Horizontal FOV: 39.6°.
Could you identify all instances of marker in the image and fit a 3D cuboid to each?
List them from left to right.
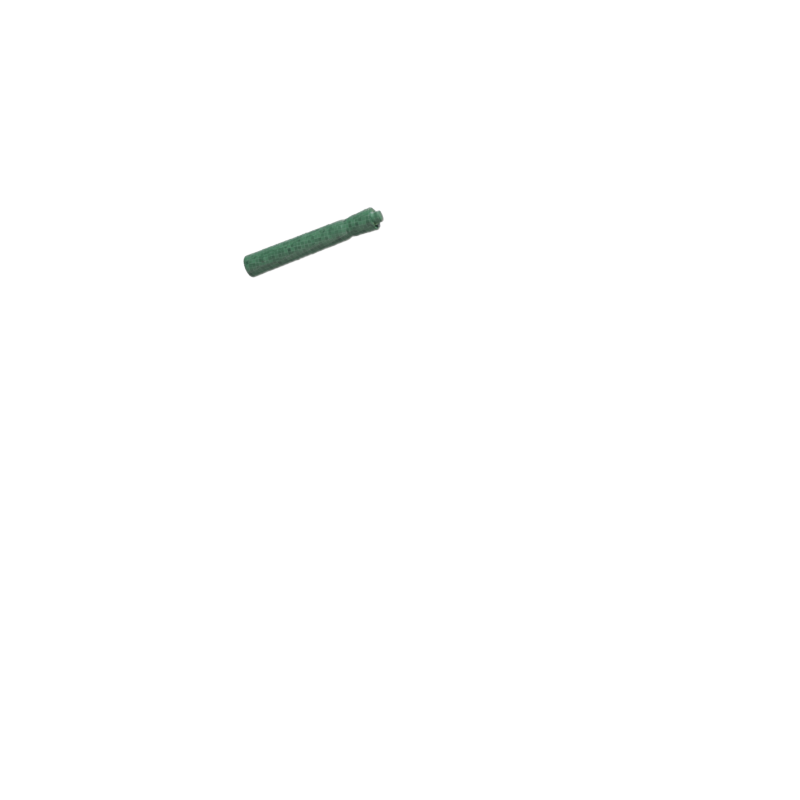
[{"bbox_3d":[-0.068,-0.125,0.874,0.122,0.020,0.019,-18,-3,23],"label":"marker"}]
